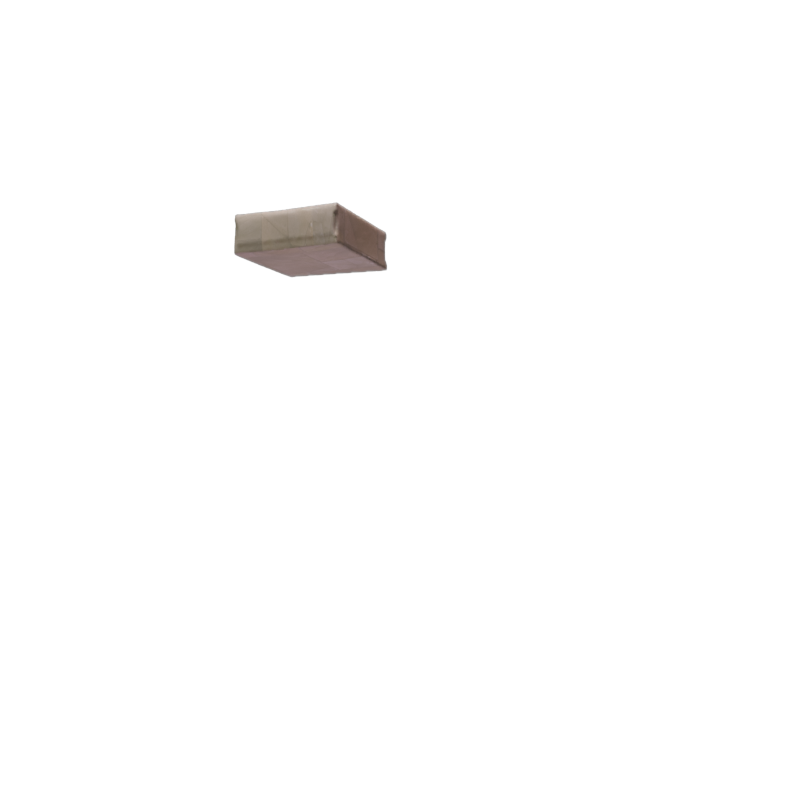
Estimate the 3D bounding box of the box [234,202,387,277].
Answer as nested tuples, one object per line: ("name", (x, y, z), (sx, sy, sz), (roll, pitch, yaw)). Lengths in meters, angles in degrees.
("box", (-0.057, -0.105, 0.734), (0.075, 0.031, 0.085), (-3, -6, 22))
